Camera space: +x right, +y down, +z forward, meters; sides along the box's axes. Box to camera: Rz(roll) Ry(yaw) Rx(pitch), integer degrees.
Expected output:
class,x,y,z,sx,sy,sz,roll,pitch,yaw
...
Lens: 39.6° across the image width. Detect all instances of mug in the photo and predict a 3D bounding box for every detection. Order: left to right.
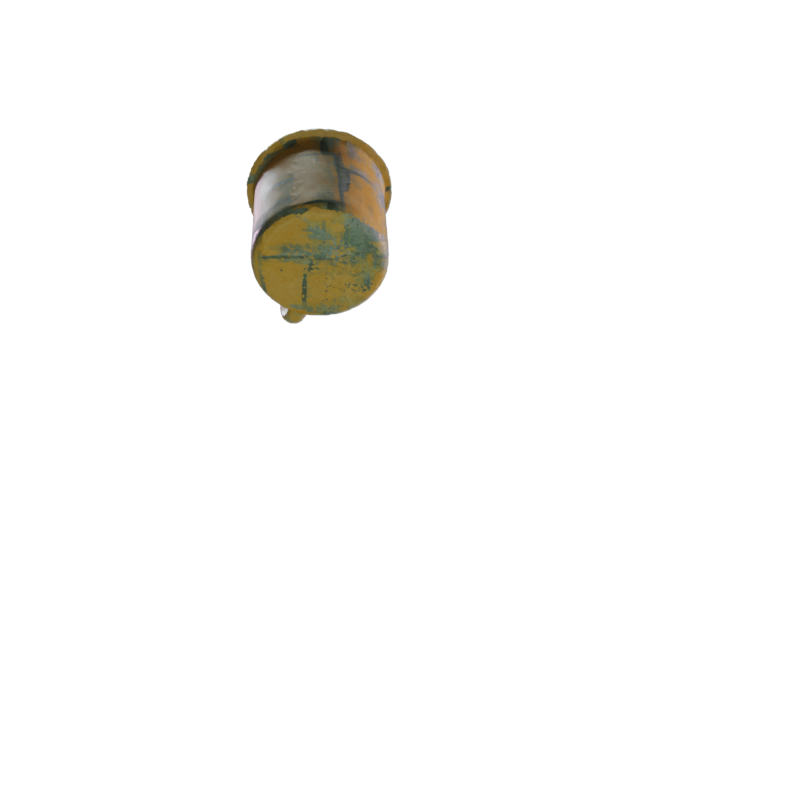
class,x,y,z,sx,sy,sz,roll,pitch,yaw
mug,-0.054,-0.098,0.684,0.091,0.112,0.087,16,37,-14
